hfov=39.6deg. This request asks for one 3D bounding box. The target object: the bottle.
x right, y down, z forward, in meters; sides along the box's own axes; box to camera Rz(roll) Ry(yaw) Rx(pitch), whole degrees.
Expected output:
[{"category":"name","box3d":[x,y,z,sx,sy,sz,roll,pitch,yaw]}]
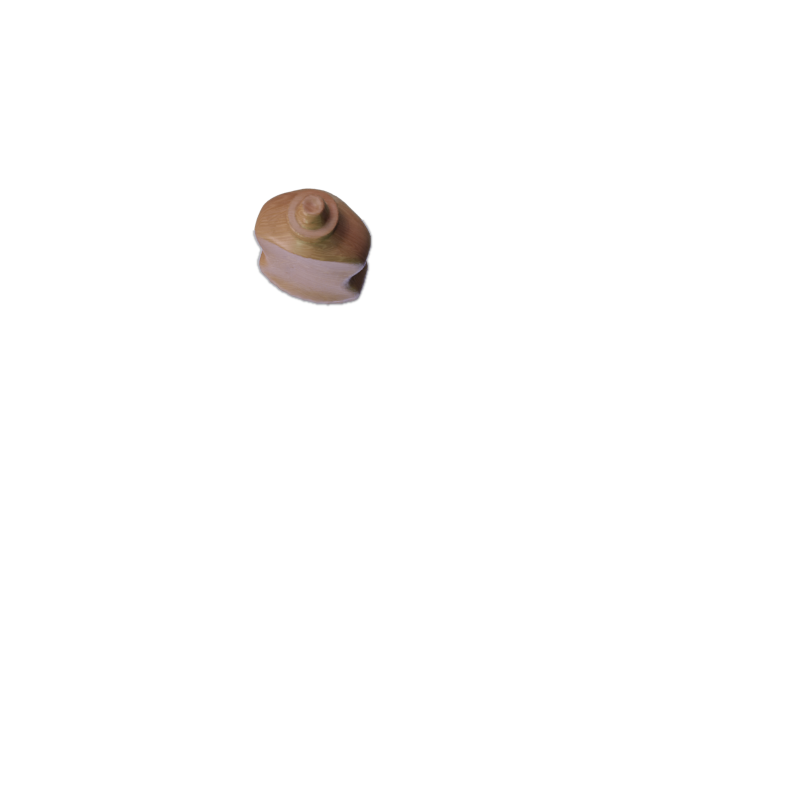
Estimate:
[{"category":"bottle","box3d":[-0.072,-0.131,0.922,0.097,0.060,0.186,19,-11,0]}]
